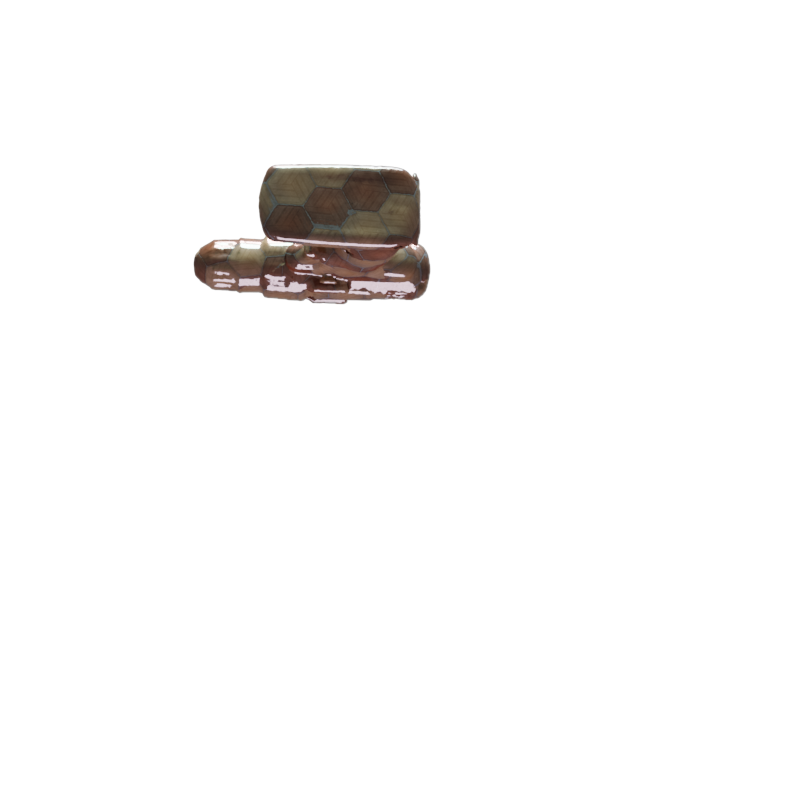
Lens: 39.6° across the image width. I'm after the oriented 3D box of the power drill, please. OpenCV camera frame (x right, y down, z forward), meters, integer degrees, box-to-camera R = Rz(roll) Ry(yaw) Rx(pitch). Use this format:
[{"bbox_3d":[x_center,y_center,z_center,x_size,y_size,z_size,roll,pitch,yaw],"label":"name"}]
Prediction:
[{"bbox_3d":[-0.063,-0.115,0.804,0.184,0.059,0.183,0,-8,-3],"label":"power drill"}]
